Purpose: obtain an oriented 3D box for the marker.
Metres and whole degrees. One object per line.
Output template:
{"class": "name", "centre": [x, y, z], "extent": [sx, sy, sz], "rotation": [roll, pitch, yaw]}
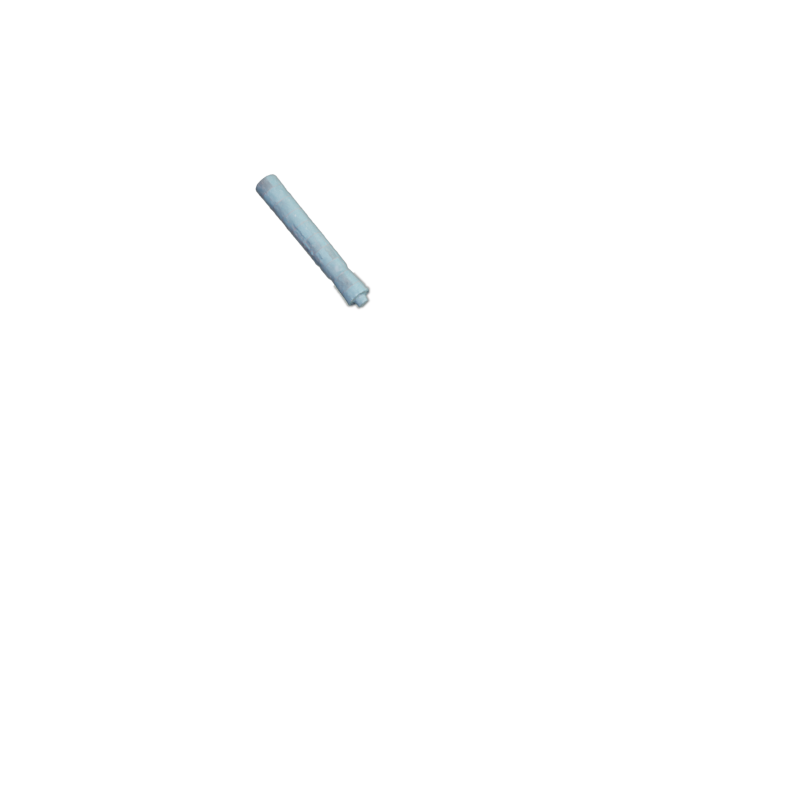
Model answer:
{"class": "marker", "centre": [-0.063, -0.114, 0.802], "extent": [0.020, 0.127, 0.019], "rotation": [-34, -20, -14]}
